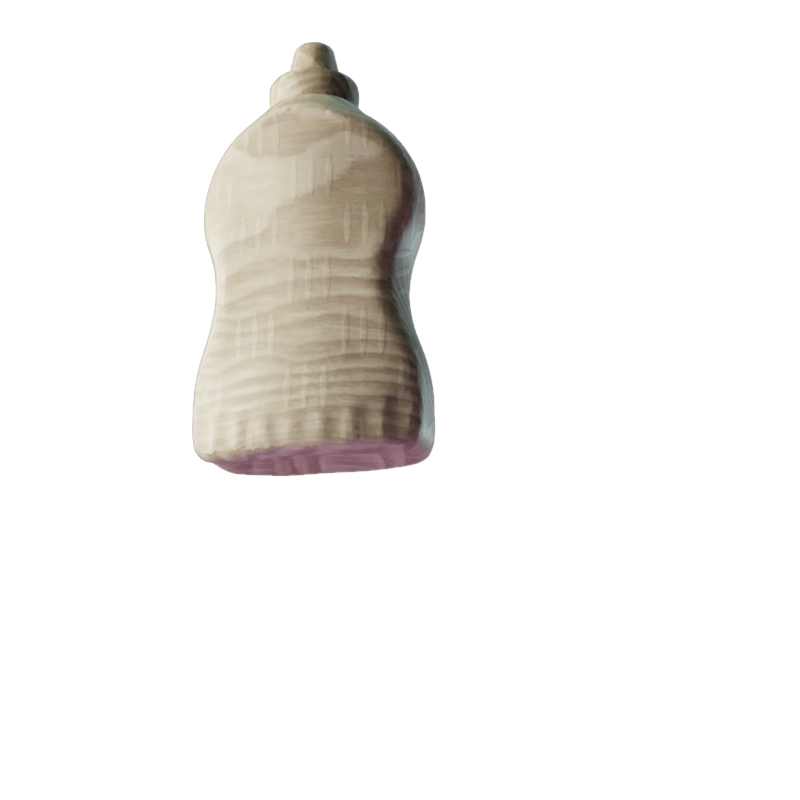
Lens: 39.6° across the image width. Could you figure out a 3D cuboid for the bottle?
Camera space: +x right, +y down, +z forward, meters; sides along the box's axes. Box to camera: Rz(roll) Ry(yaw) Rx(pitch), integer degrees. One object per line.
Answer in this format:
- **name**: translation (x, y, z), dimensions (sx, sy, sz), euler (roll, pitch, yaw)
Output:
- **bottle**: translation (-0.037, -0.068, 0.477), dimensions (0.098, 0.201, 0.055), euler (-7, -21, 16)
